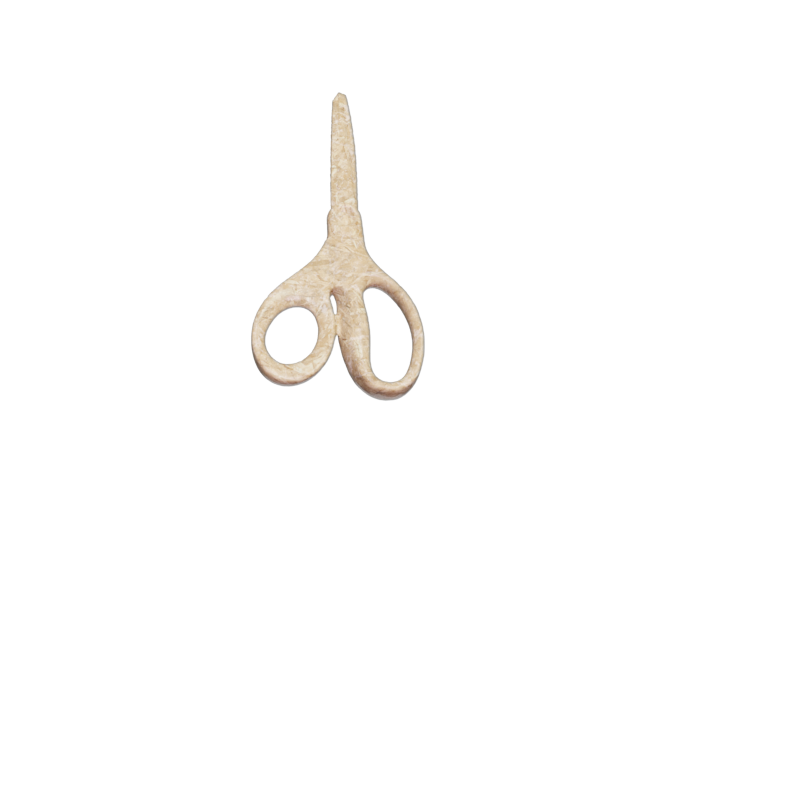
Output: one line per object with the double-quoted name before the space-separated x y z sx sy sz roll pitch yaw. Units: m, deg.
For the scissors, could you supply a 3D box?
"scissors" -0.047 -0.085 0.598 0.095 0.217 0.015 -14 -32 -9
